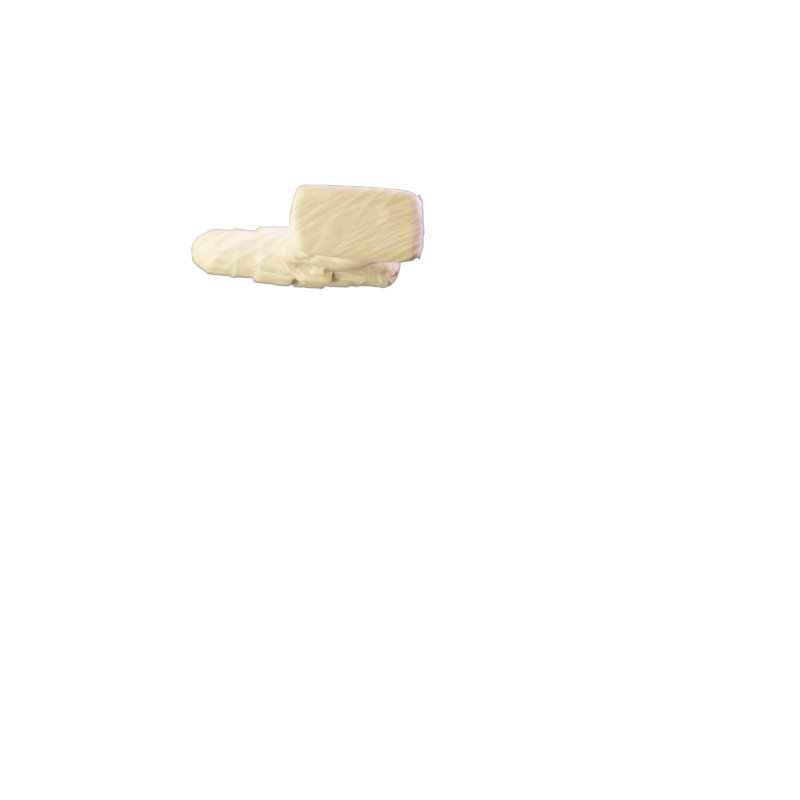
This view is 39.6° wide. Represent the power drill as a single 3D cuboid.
[{"bbox_3d":[-0.071,-0.130,0.907,0.181,0.058,0.188,1,-2,-15],"label":"power drill"}]
